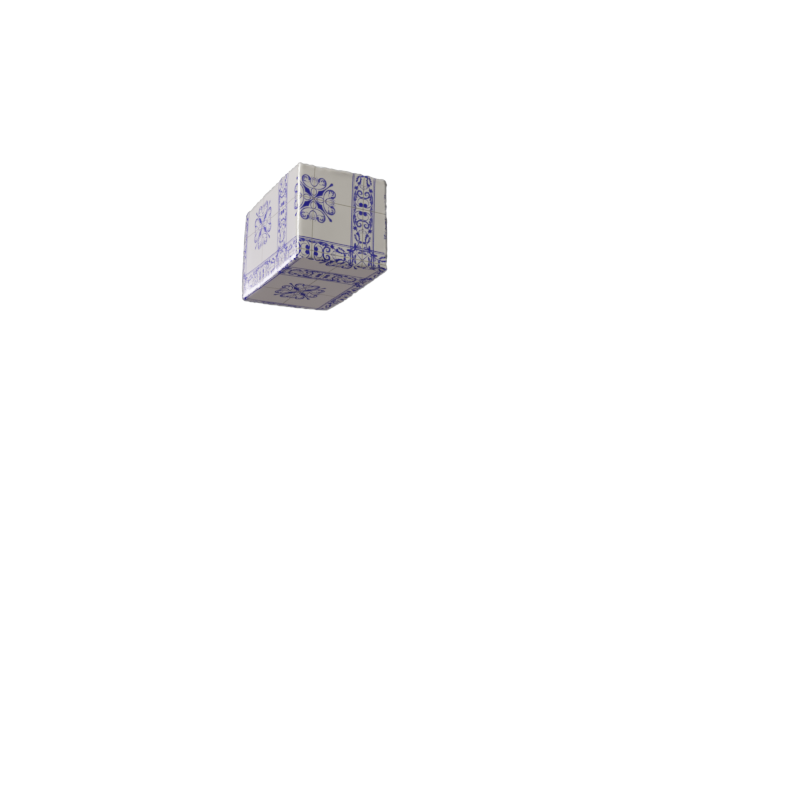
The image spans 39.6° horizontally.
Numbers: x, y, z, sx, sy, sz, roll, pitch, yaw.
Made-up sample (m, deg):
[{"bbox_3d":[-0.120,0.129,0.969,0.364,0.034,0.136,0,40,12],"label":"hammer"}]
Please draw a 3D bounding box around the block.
[{"bbox_3d":[-0.046,-0.084,0.591,0.051,0.054,0.078,8,-18,-27],"label":"block"}]
